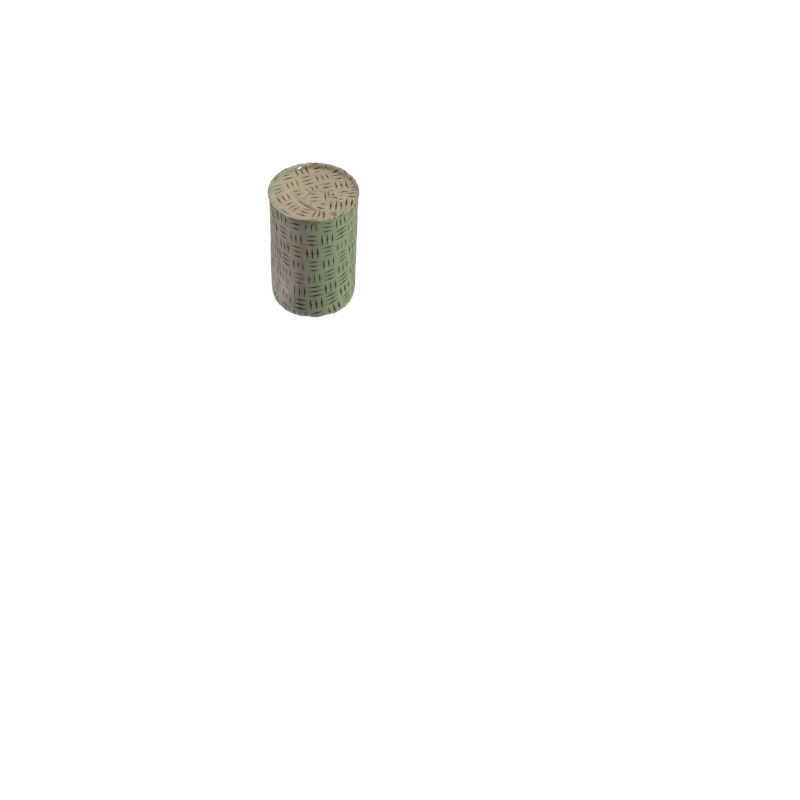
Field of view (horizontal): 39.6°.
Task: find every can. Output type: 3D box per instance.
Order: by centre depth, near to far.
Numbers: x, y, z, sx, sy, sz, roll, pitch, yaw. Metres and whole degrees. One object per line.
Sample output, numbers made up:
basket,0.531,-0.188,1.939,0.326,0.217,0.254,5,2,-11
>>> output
can,-0.067,-0.122,0.851,0.068,0.074,0.095,0,-45,-3
